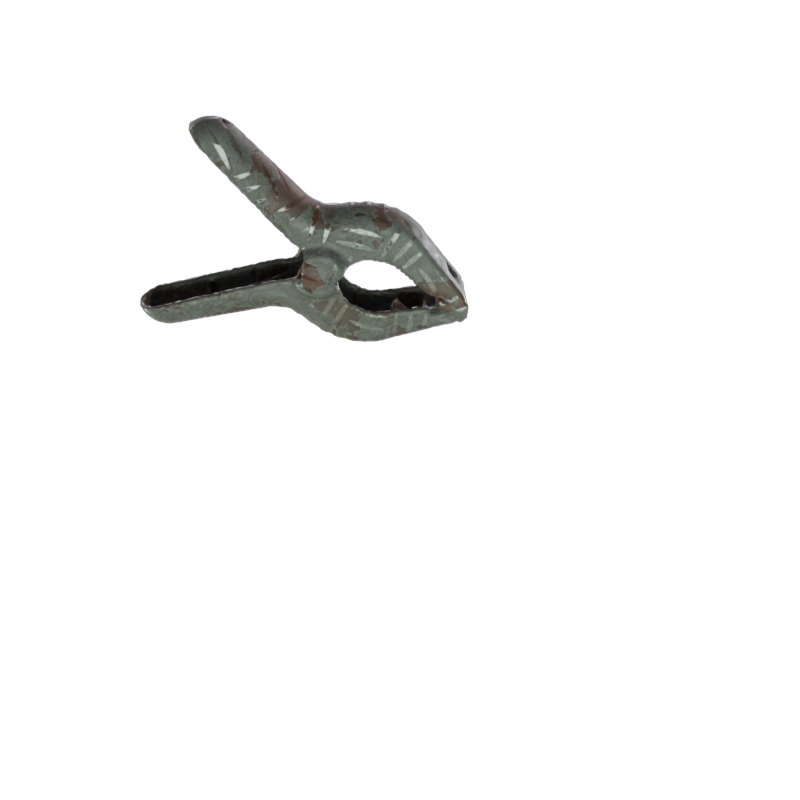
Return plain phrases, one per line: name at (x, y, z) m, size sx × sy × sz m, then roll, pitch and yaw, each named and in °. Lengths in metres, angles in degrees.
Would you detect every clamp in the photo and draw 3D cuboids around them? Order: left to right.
clamp at (-0.045, -0.082, 0.571) m, size 0.170 × 0.113 × 0.042 m, roll 7°, pitch 39°, yaw -6°
